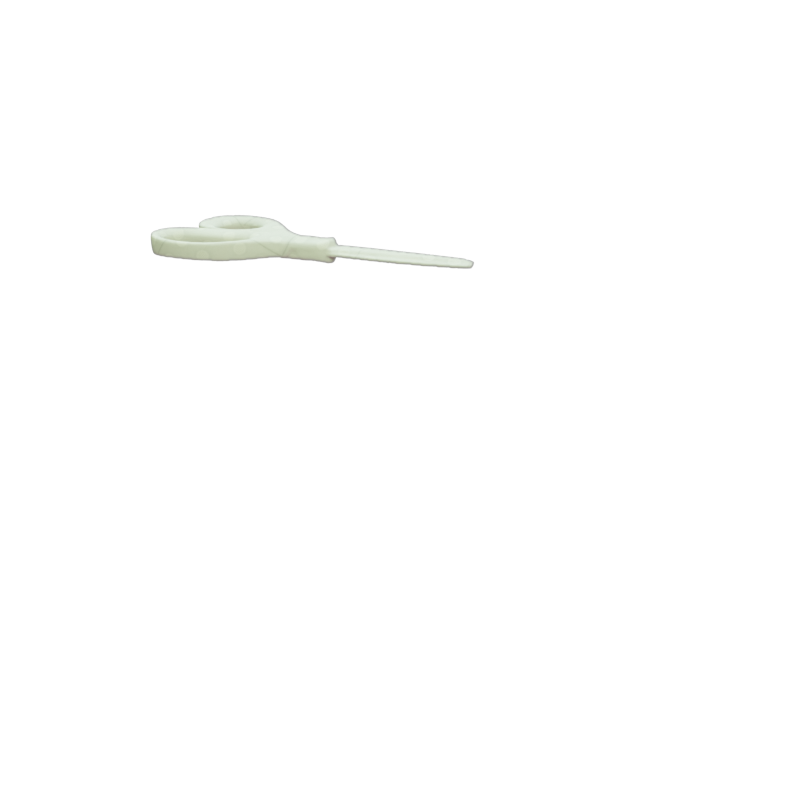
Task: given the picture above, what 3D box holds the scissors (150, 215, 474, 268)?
[{"bbox_3d":[-0.055,-0.100,0.698,0.204,0.015,0.099,3,21,8],"label":"scissors"}]
